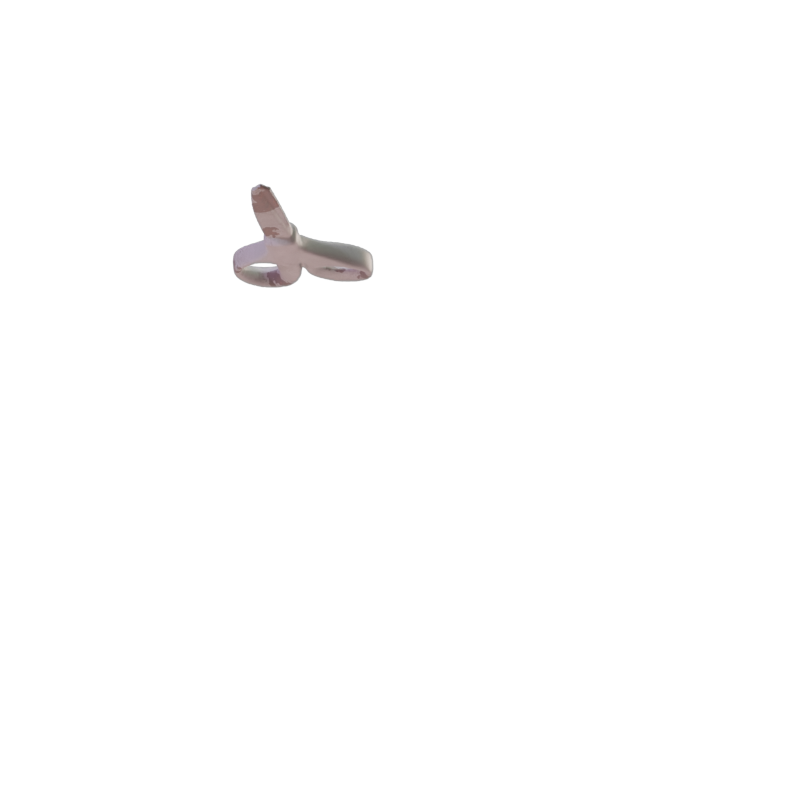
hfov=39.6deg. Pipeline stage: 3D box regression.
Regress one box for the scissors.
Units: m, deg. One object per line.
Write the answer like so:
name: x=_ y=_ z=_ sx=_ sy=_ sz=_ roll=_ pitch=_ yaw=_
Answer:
scissors: x=-0.049 y=-0.090 z=0.630 sx=0.094 sy=0.016 sz=0.200 roll=1 pitch=-6 yaw=-14
